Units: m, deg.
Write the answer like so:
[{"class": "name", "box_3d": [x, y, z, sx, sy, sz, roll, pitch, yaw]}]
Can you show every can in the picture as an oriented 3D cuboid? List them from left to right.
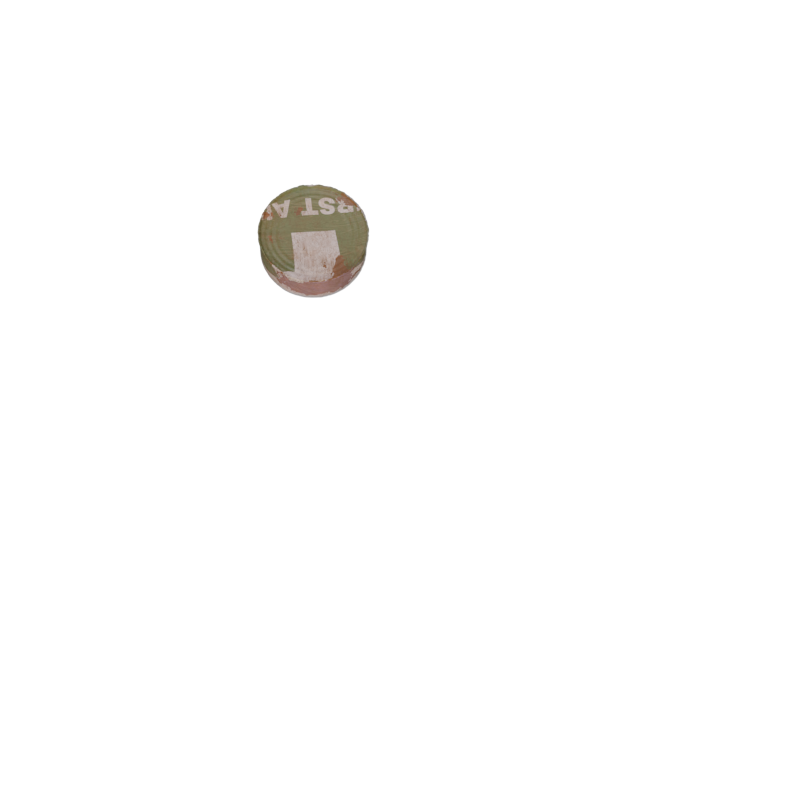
[{"class": "can", "box_3d": [-0.068, -0.124, 0.868, 0.086, 0.091, 0.032, -1, -26, -1]}]
